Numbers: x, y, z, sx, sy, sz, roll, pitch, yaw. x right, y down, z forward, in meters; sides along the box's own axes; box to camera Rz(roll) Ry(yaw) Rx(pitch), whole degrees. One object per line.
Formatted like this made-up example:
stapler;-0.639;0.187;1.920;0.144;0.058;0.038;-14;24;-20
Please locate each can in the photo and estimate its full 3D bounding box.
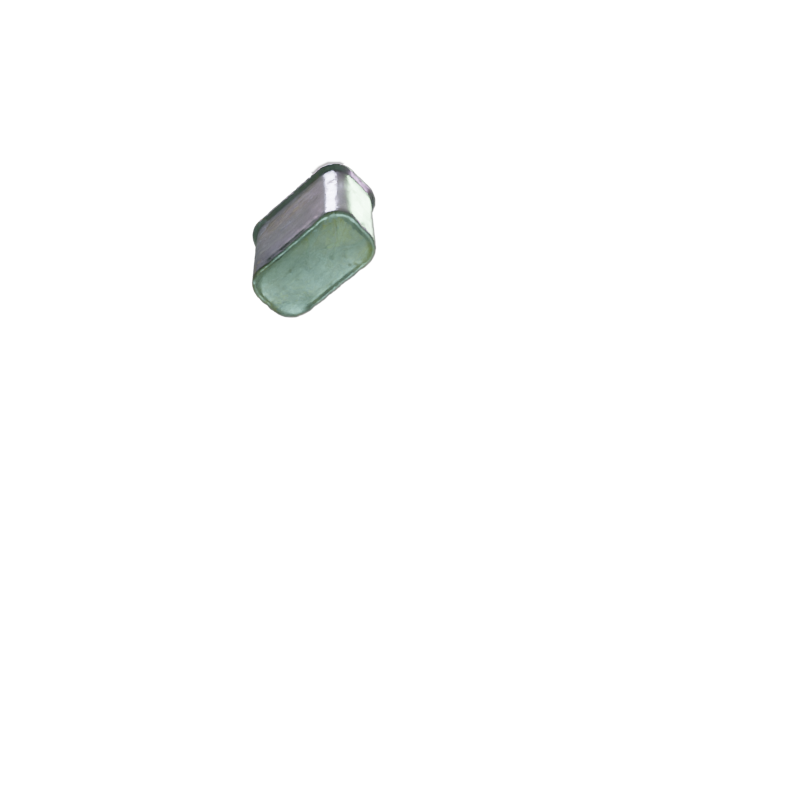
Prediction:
can;-0.066;-0.120;0.842;0.101;0.054;0.089;-38;26;18
